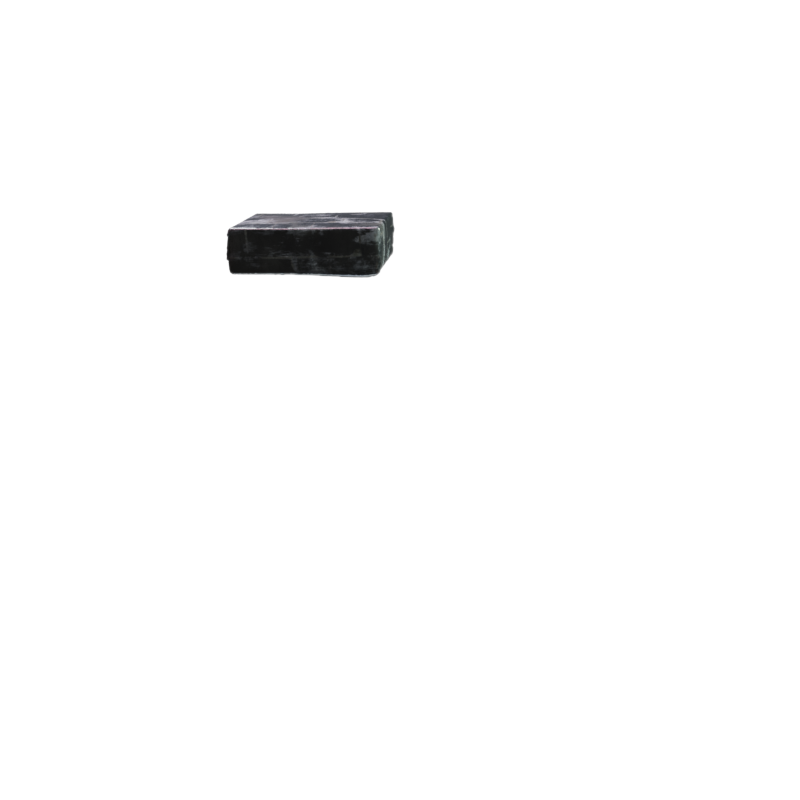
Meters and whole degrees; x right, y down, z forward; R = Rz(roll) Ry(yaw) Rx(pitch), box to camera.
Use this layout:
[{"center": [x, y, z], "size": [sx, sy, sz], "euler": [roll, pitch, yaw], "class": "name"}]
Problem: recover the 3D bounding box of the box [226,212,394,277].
[{"center": [-0.065, -0.119, 0.831], "size": [0.115, 0.038, 0.092], "euler": [3, 16, 8], "class": "box"}]
